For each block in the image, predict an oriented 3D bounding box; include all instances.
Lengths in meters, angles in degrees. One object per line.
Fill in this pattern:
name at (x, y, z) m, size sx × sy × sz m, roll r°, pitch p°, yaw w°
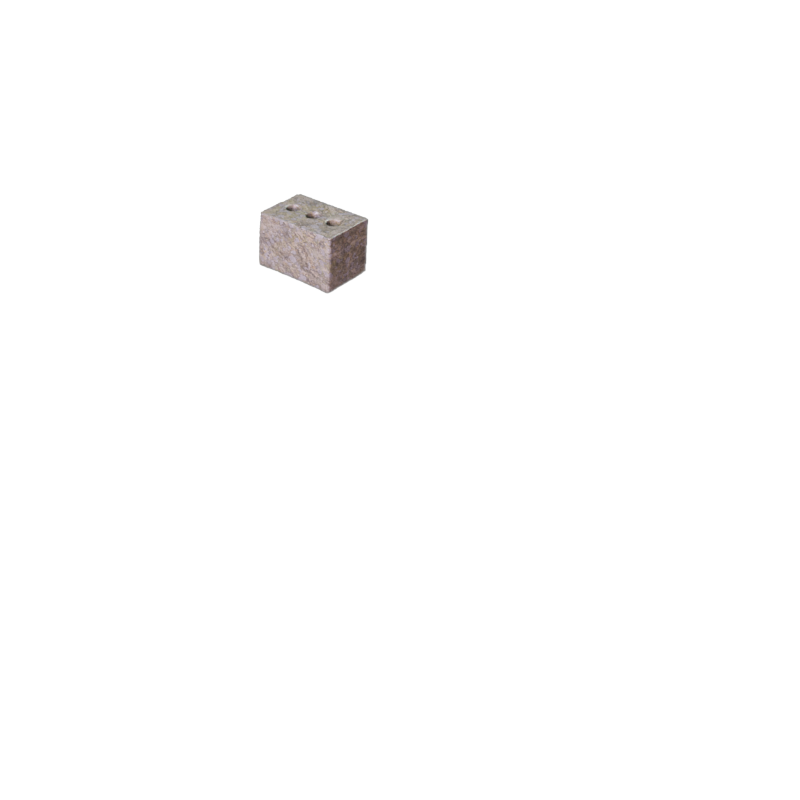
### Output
block at (-0.072, -0.132, 0.924) m, size 0.083 × 0.048 × 0.053 m, roll 24°, pitch 38°, yaw 32°
